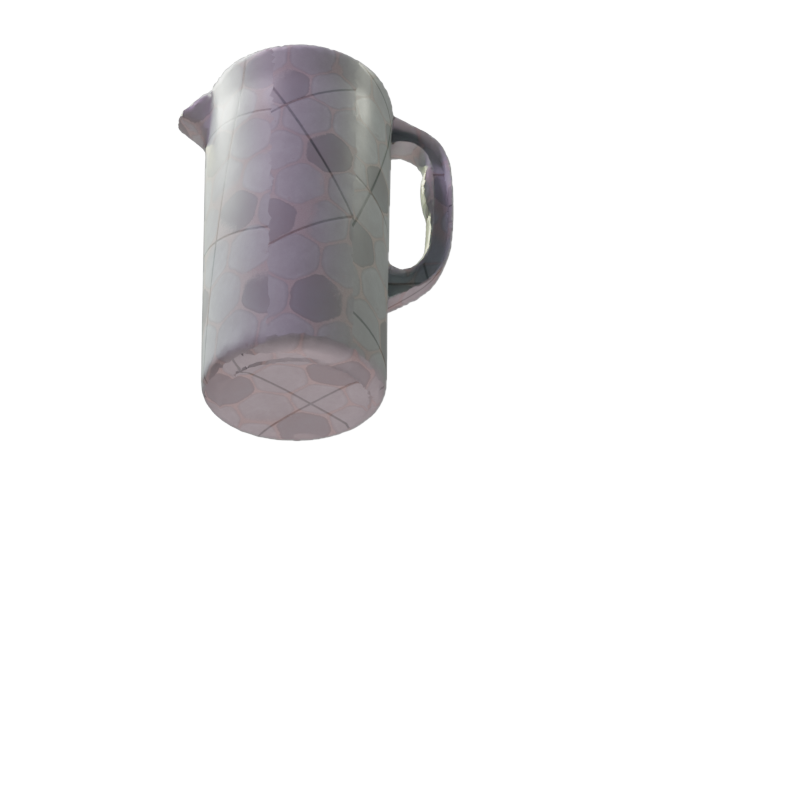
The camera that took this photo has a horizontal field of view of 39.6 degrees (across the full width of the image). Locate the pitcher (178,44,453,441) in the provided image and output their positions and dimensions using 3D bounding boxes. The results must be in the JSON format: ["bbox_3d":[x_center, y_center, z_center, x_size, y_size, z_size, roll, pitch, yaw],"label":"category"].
[{"bbox_3d":[-0.056,-0.102,0.713,0.150,0.260,0.134,-22,-40,25],"label":"pitcher"}]
